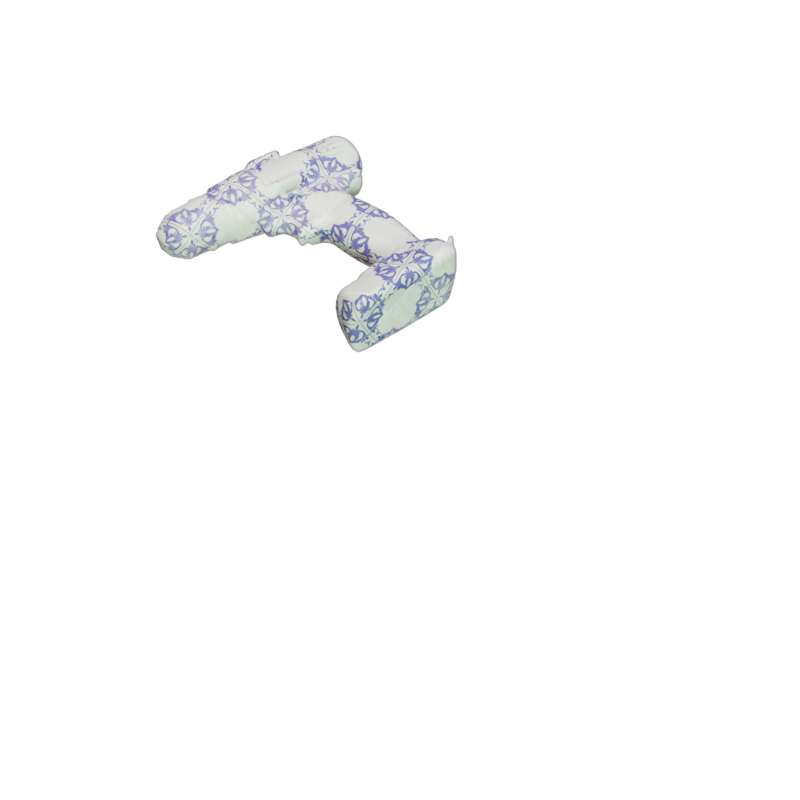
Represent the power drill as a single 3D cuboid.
[{"bbox_3d":[-0.065,-0.119,0.835,0.184,0.053,0.201,-31,54,-26],"label":"power drill"}]
